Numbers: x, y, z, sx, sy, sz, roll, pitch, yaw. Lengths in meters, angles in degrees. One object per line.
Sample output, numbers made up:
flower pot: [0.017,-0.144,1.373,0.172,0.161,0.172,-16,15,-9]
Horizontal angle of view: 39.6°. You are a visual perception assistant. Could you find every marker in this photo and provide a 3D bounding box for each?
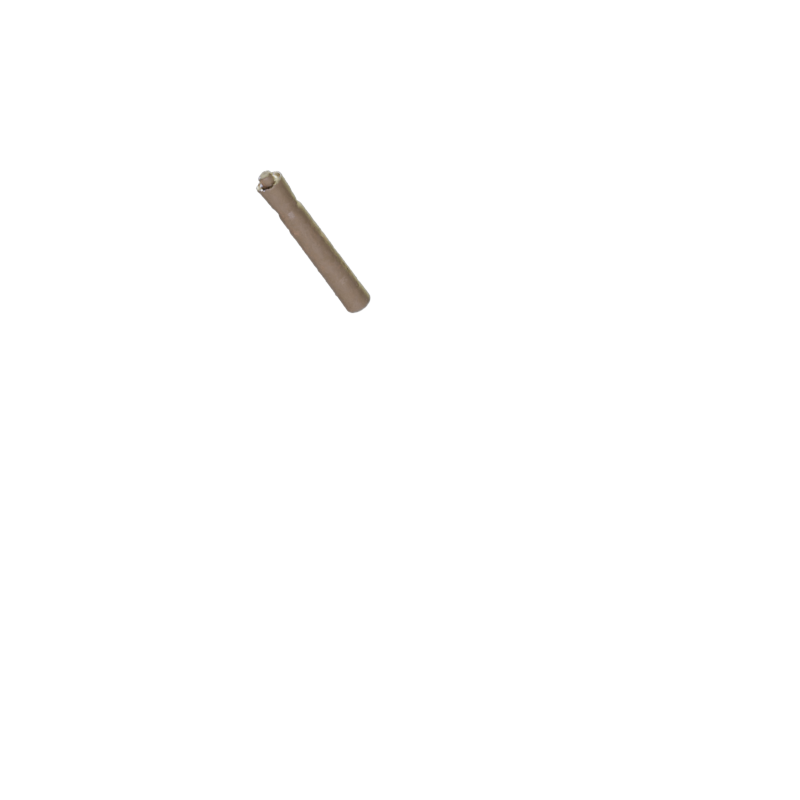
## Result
marker: [-0.057,-0.103,0.723,0.021,0.020,0.112,2,-40,45]
